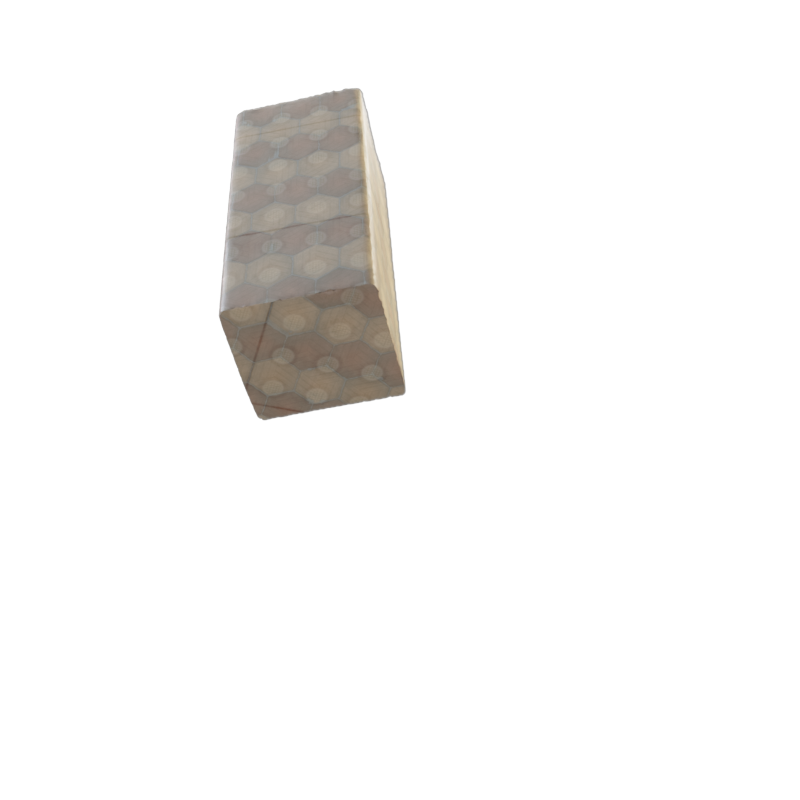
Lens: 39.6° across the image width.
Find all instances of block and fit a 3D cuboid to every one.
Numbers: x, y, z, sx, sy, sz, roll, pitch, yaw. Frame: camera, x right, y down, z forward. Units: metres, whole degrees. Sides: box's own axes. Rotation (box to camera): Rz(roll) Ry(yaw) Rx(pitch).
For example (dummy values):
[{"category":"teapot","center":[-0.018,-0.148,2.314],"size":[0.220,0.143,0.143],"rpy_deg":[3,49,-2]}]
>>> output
[{"category":"block","center":[-0.055,-0.100,0.698],"size":[0.091,0.083,0.221],"rpy_deg":[-11,42,6]}]
